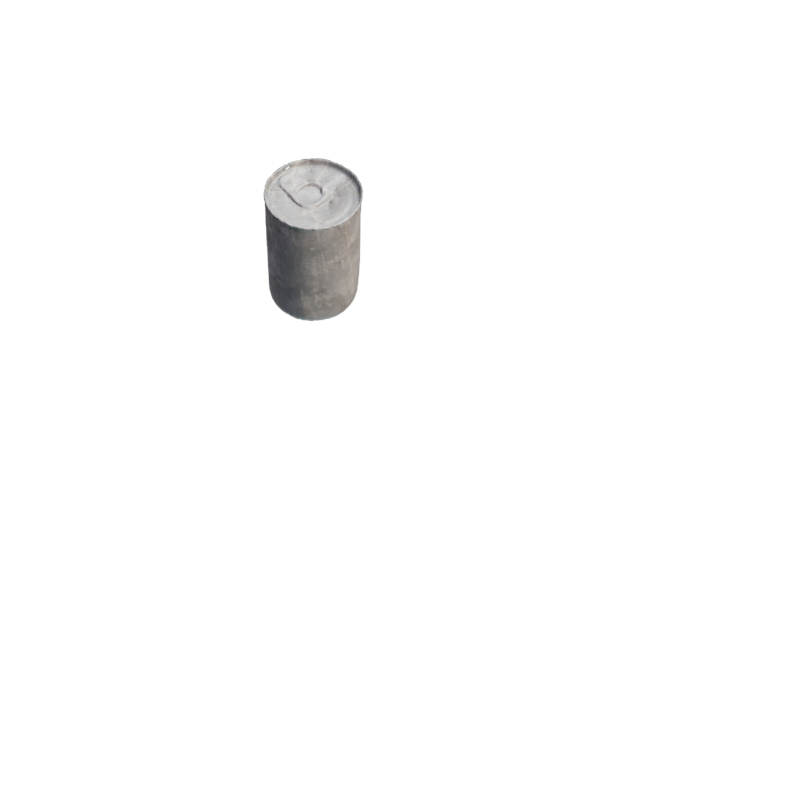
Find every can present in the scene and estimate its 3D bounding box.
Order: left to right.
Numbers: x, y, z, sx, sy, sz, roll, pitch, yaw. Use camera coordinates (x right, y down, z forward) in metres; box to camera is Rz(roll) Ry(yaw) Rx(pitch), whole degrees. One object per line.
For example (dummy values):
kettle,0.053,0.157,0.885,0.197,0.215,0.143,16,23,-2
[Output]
can,-0.062,-0.113,0.792,0.068,0.073,0.095,0,-38,-3
